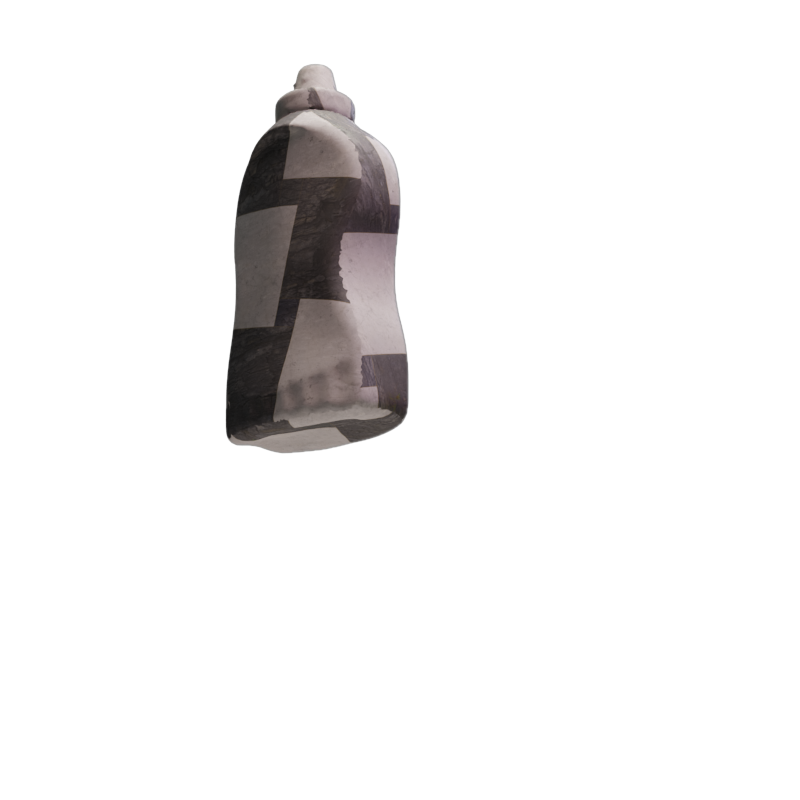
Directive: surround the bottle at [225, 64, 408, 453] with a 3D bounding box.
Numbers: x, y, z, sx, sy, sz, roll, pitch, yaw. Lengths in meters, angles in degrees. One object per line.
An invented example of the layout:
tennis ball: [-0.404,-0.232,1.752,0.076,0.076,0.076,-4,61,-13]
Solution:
bottle: [-0.042,-0.077,0.538,0.055,0.201,0.097,17,-27,-40]
